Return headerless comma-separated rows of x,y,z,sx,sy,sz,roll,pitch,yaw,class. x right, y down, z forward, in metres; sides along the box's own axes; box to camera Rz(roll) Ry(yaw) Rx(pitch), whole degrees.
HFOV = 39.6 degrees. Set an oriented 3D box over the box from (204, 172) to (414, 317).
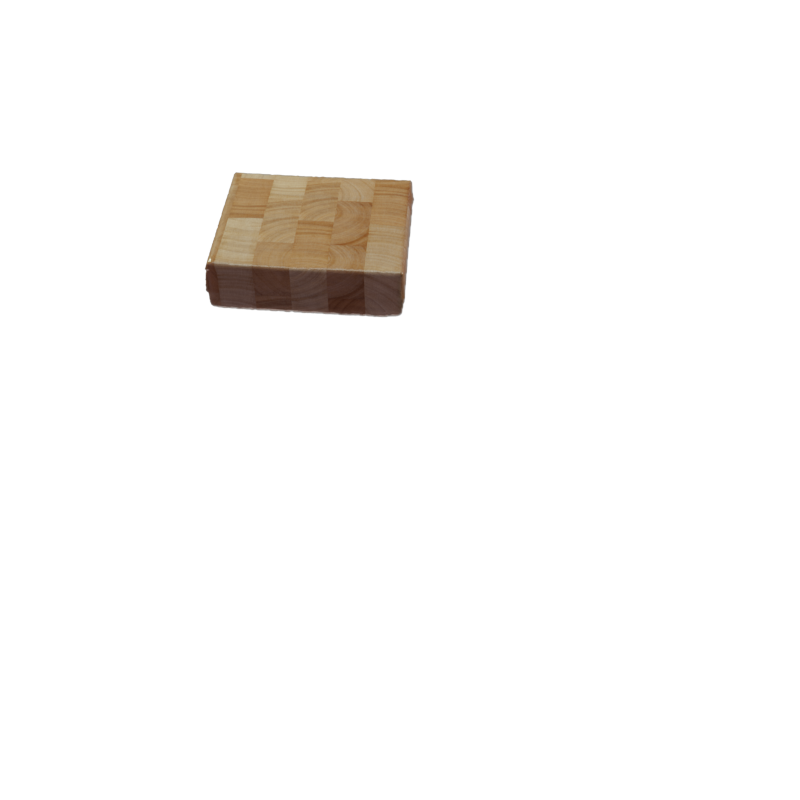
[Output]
-0.051,-0.093,0.651,0.114,0.036,0.096,4,44,4,box
